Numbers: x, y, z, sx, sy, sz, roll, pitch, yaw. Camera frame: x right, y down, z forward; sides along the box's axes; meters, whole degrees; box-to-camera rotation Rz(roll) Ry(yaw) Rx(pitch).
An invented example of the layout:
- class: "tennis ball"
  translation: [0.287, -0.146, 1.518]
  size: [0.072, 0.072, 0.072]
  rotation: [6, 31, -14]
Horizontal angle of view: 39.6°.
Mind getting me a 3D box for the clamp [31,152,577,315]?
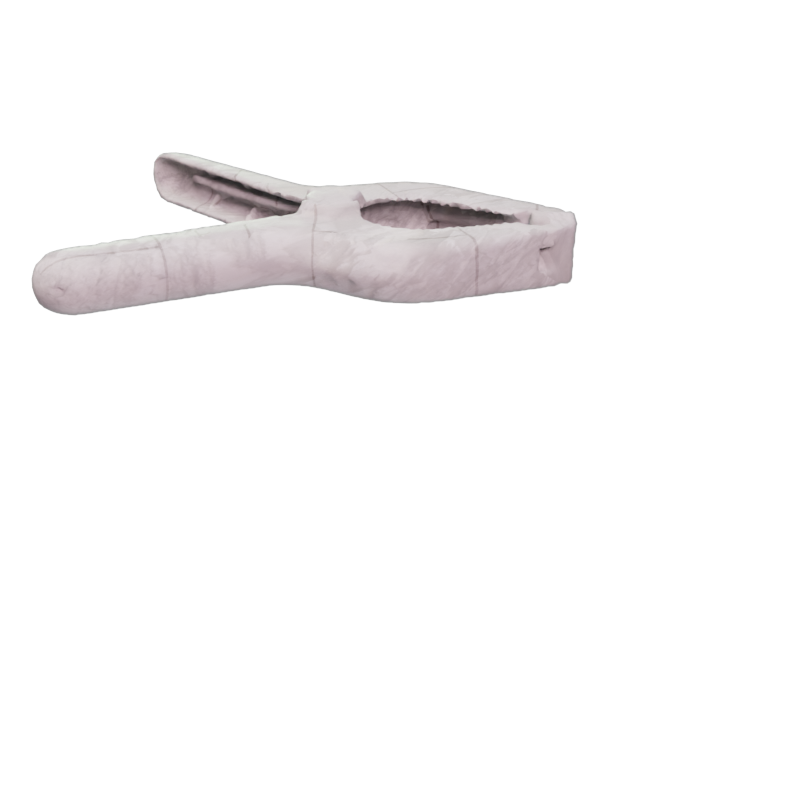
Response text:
- class: "clamp"
  translation: [-0.036, -0.066, 0.462]
  size: [0.215, 0.034, 0.170]
  rotation: [7, 28, 13]
